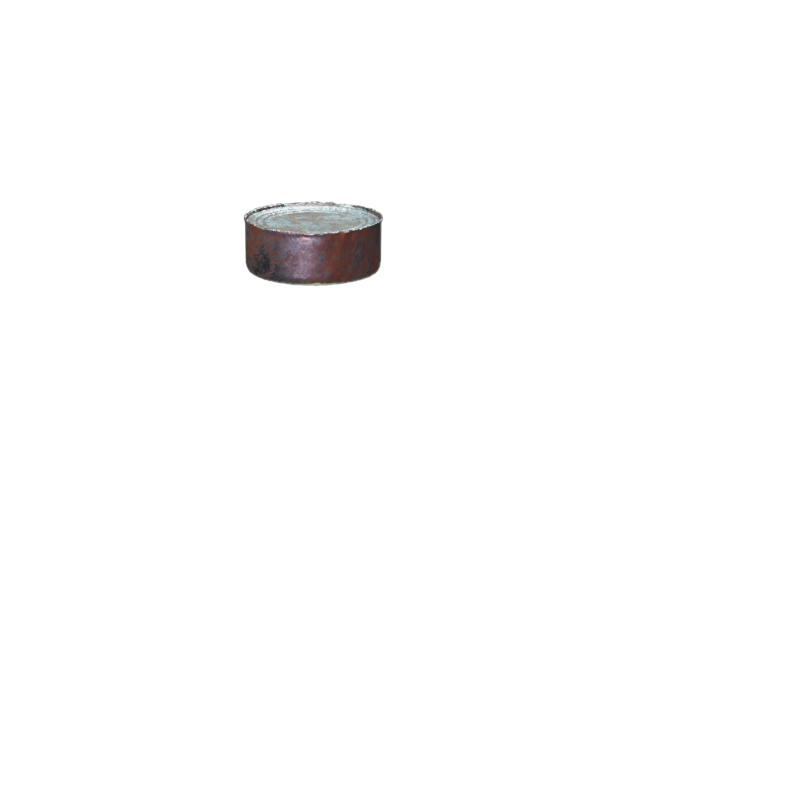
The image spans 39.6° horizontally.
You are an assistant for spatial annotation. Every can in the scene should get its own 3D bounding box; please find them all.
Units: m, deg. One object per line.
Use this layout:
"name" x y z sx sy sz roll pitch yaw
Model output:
"can" -0.054 -0.098 0.686 0.086 0.032 0.090 -1 21 -2
